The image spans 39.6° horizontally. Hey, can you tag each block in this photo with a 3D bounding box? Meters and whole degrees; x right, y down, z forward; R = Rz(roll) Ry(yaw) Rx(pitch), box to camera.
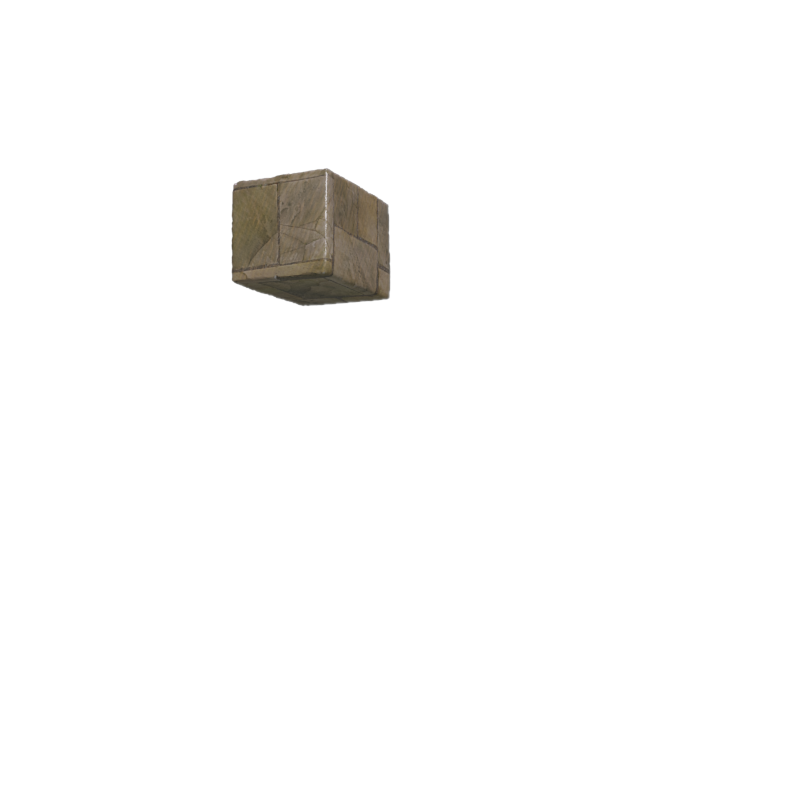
[{"bbox_3d":[-0.043,-0.079,0.554,0.054,0.053,0.074,-4,-8,23],"label":"block"}]
